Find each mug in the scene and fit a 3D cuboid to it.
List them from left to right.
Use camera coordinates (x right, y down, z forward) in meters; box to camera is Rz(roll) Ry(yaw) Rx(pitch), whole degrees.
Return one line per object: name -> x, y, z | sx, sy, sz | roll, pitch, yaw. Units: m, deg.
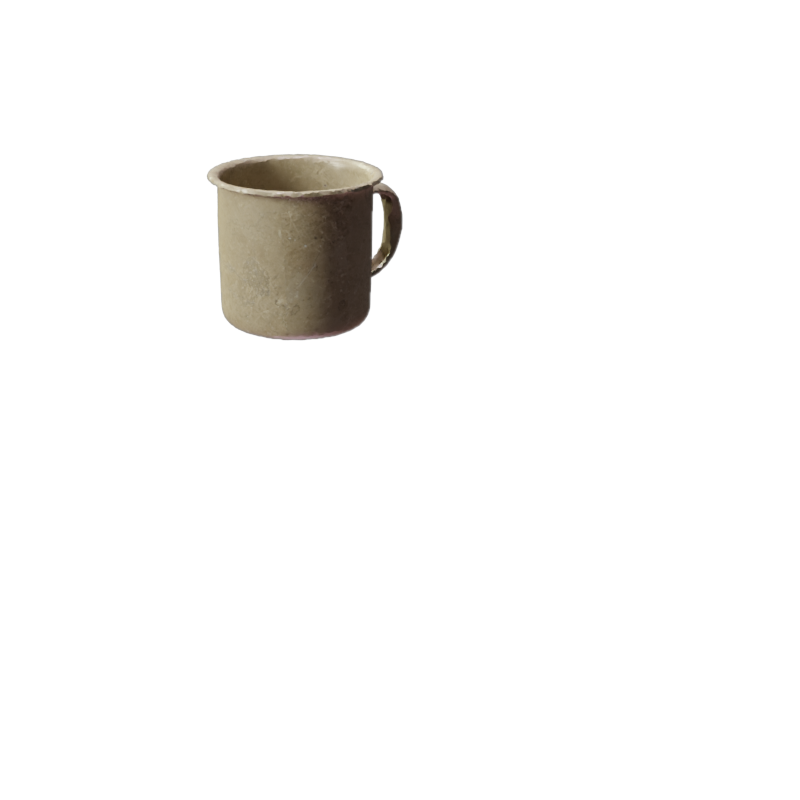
mug -> -0.047, -0.086, 0.602 | 0.115, 0.078, 0.099 | -17, 27, -37
